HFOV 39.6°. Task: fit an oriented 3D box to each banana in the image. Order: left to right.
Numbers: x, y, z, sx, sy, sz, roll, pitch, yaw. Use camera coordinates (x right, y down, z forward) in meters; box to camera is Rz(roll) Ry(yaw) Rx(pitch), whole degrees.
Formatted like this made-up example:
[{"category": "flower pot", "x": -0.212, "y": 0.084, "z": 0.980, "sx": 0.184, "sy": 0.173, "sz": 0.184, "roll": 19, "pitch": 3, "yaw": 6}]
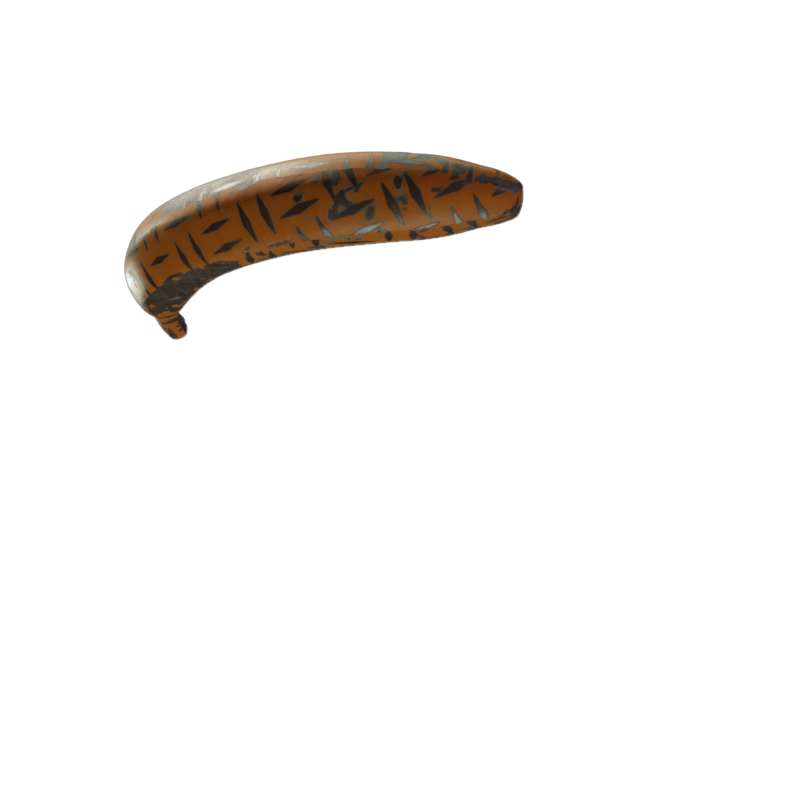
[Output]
[{"category": "banana", "x": -0.050, "y": -0.067, "z": 0.443, "sx": 0.201, "sy": 0.038, "sz": 0.065, "roll": -13, "pitch": -21, "yaw": 38}]
